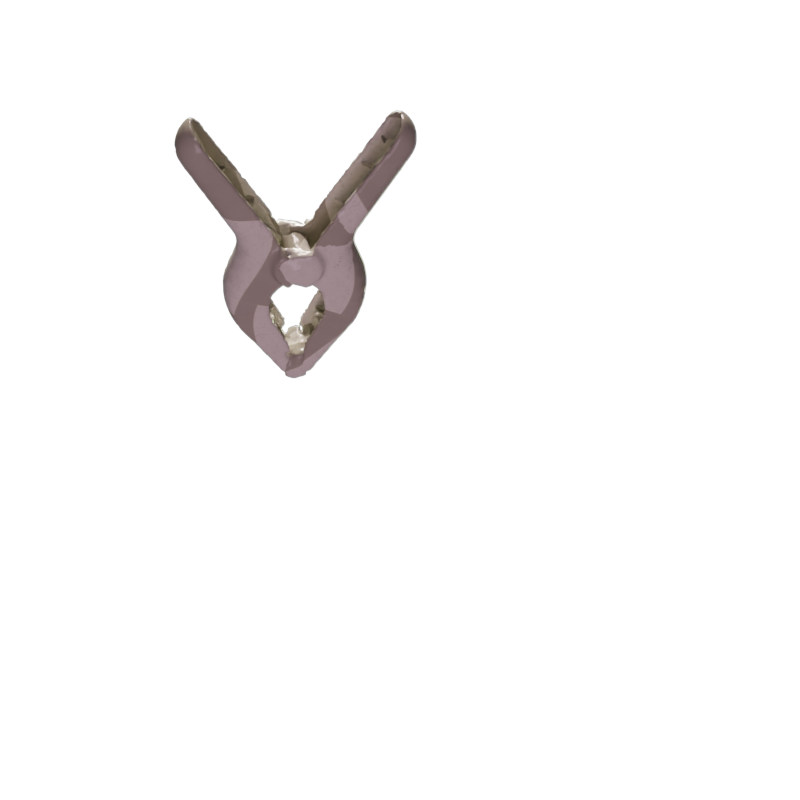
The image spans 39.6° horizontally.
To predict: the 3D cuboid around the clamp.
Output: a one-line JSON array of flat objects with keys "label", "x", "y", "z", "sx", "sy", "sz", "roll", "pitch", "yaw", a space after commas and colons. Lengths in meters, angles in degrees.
[{"label": "clamp", "x": -0.047, "y": -0.085, "z": 0.596, "sx": 0.121, "sy": 0.159, "sz": 0.042, "roll": -4, "pitch": 44, "yaw": 4}]
